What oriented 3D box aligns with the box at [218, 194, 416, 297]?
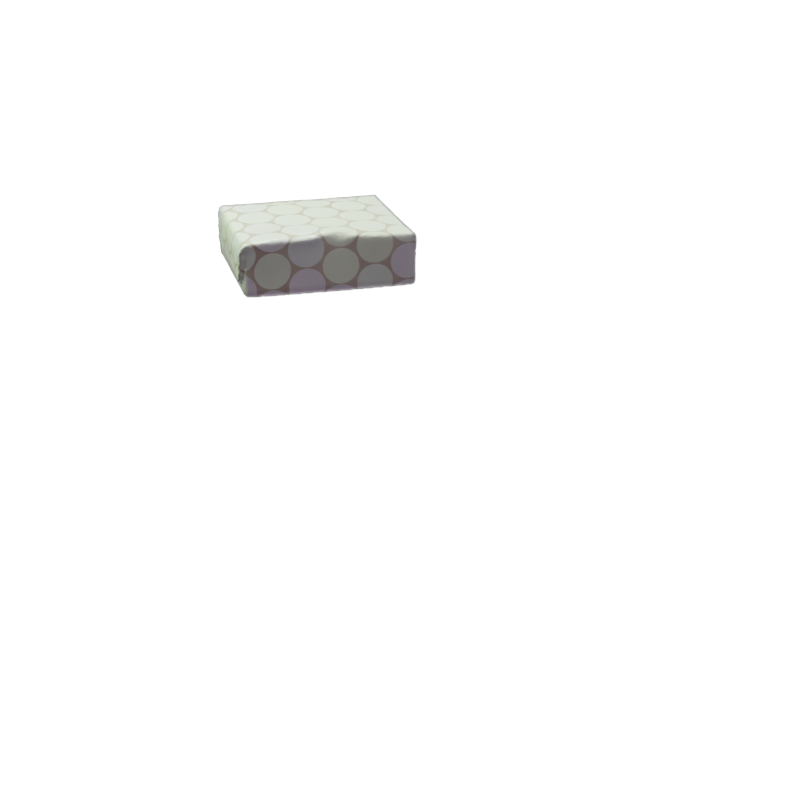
[{"bbox_3d":[-0.045,-0.081,0.567,0.088,0.029,0.078,-6,25,-13],"label":"box"}]
